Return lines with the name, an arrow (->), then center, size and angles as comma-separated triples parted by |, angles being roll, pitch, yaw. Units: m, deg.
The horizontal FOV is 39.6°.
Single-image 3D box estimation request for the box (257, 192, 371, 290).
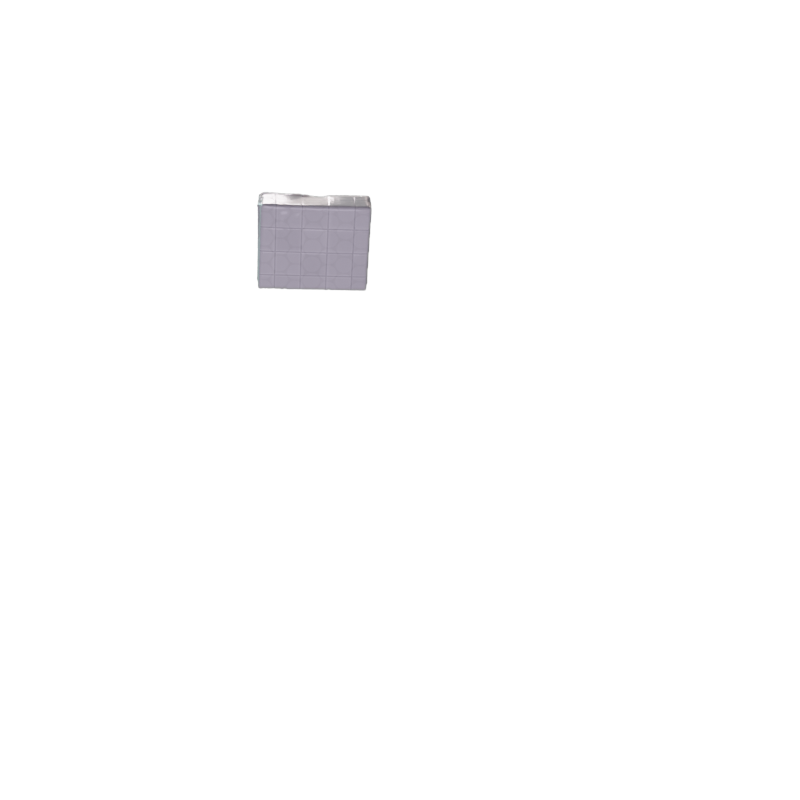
box -> -0.069, -0.126, 0.882 | 0.089, 0.069, 0.032 | 2, 27, -2
